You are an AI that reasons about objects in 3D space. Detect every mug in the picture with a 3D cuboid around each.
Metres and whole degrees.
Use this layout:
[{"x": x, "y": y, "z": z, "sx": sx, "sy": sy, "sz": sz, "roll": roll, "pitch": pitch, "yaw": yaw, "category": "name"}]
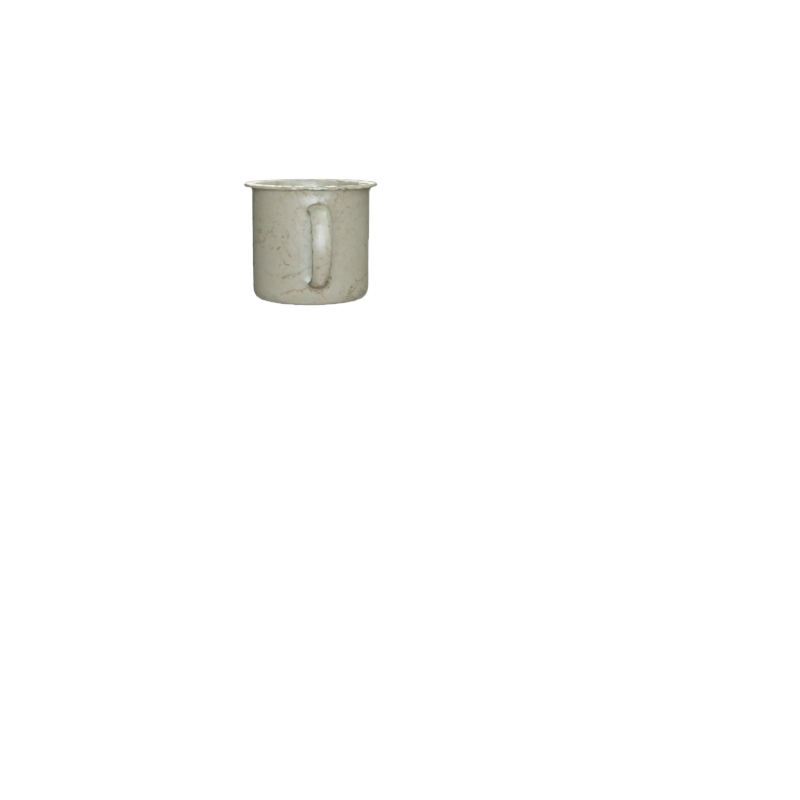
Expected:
[{"x": -0.060, "y": -0.110, "z": 0.768, "sx": 0.092, "sy": 0.080, "sz": 0.121, "roll": -2, "pitch": 12, "yaw": -12, "category": "mug"}]
